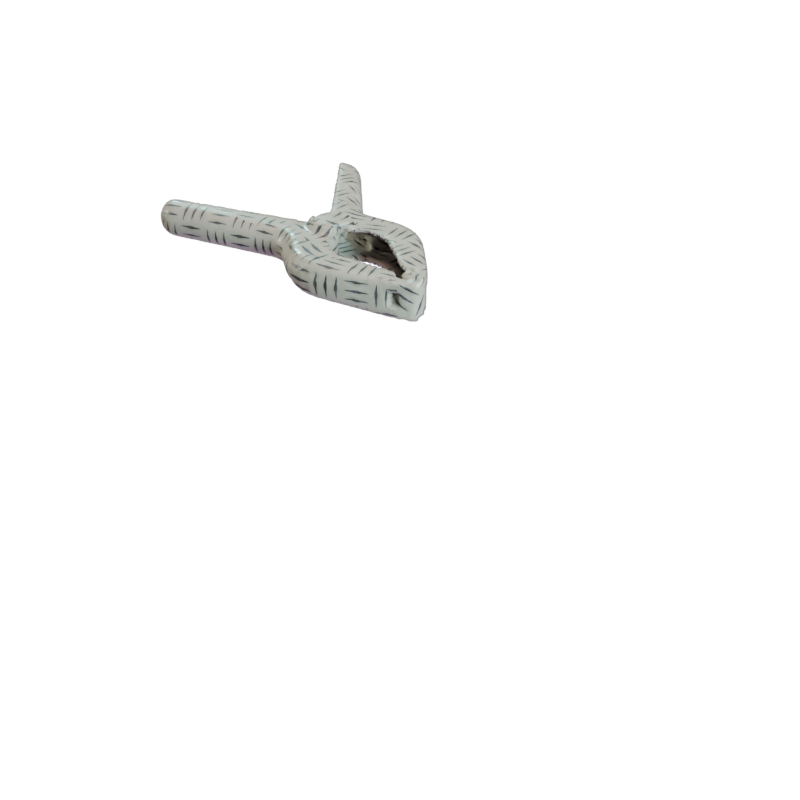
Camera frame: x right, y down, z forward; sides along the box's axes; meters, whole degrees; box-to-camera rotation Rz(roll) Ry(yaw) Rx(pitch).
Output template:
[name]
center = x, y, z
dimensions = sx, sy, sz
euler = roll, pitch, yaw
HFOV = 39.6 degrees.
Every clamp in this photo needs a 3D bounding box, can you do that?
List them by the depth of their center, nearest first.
[clamp]
center = -0.059, -0.108, 0.755
dimensions = 0.162, 0.034, 0.226
euler = -15, 35, -23
